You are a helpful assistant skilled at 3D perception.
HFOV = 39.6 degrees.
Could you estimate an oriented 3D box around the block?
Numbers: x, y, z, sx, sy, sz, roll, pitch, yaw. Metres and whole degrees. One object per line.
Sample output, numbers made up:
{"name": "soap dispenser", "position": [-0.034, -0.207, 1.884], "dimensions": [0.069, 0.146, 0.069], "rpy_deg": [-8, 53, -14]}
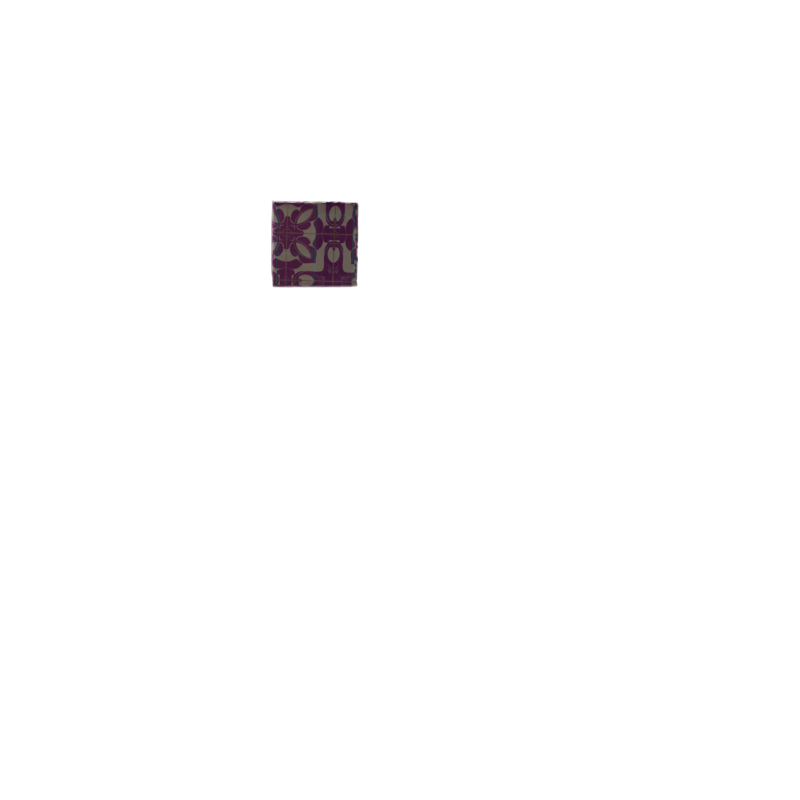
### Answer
{"name": "block", "position": [-0.054, -0.098, 0.690], "dimensions": [0.052, 0.051, 0.079], "rpy_deg": [-1, 8, -6]}
